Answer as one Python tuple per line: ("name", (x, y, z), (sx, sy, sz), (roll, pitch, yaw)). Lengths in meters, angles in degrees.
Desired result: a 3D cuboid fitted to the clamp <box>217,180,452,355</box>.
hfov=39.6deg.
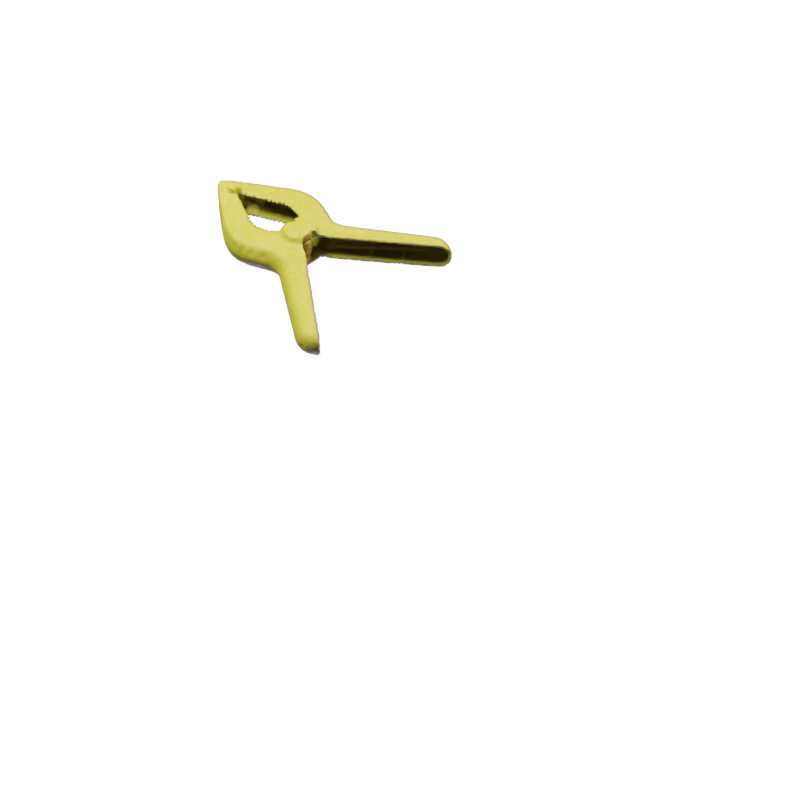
("clamp", (-0.073, -0.133, 0.934), (0.164, 0.034, 0.226), (-28, 50, -27))
